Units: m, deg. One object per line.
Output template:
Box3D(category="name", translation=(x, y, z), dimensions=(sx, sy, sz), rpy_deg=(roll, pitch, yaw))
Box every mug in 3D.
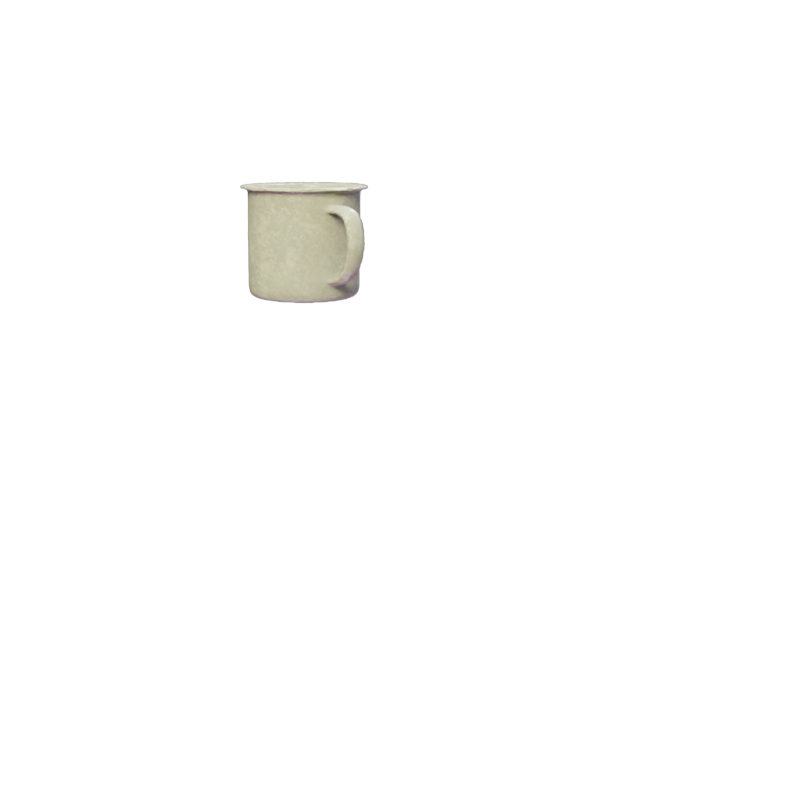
Box3D(category="mug", translation=(-0.063, -0.114, 0.799), dimensions=(0.090, 0.080, 0.123), rpy_deg=(-7, 14, -36))
